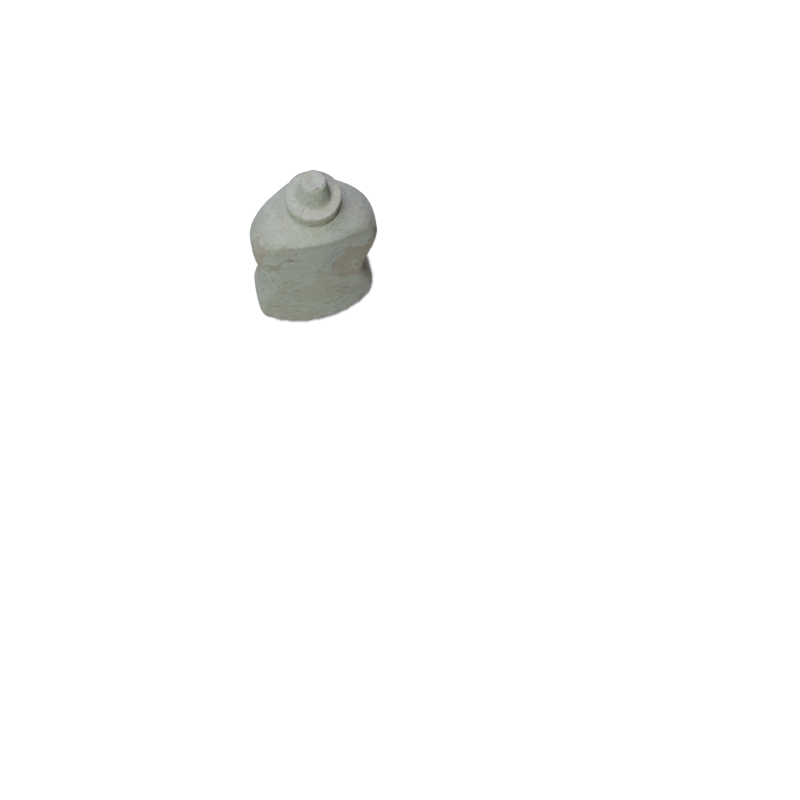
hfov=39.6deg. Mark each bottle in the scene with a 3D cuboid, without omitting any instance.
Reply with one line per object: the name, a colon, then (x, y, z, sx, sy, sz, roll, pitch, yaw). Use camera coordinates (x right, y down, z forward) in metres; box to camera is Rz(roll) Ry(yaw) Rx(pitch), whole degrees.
bottle: (-0.067, -0.122, 0.852, 0.095, 0.062, 0.183, -11, -18, -7)
